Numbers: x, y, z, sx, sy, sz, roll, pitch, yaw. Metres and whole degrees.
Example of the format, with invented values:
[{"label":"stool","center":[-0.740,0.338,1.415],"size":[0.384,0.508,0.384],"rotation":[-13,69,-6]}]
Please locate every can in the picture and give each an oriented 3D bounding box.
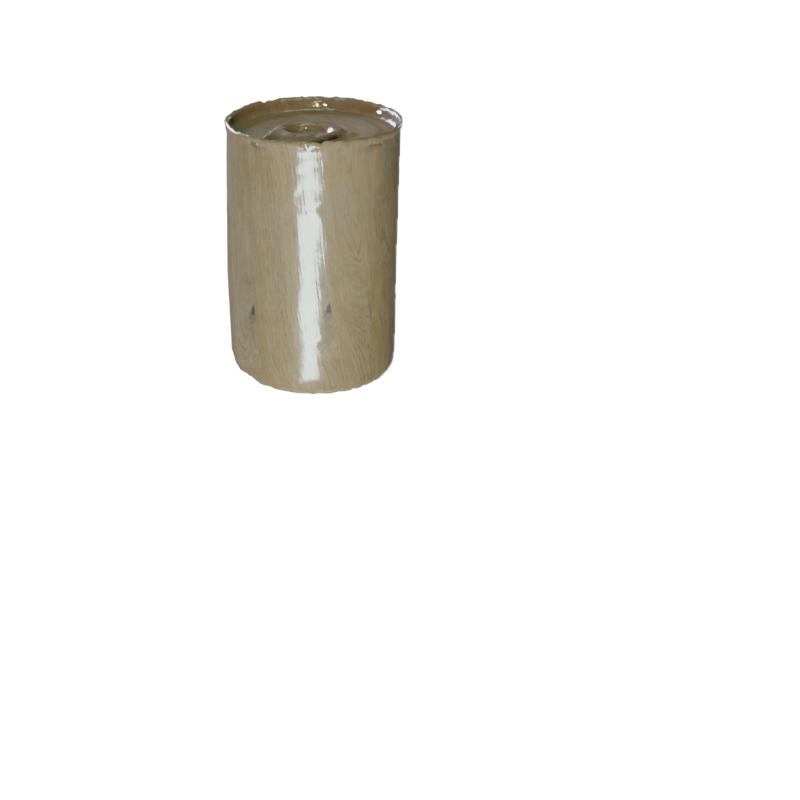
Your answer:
[{"label":"can","center":[-0.034,-0.063,0.440],"size":[0.068,0.097,0.072],"rotation":[0,24,-2]}]
